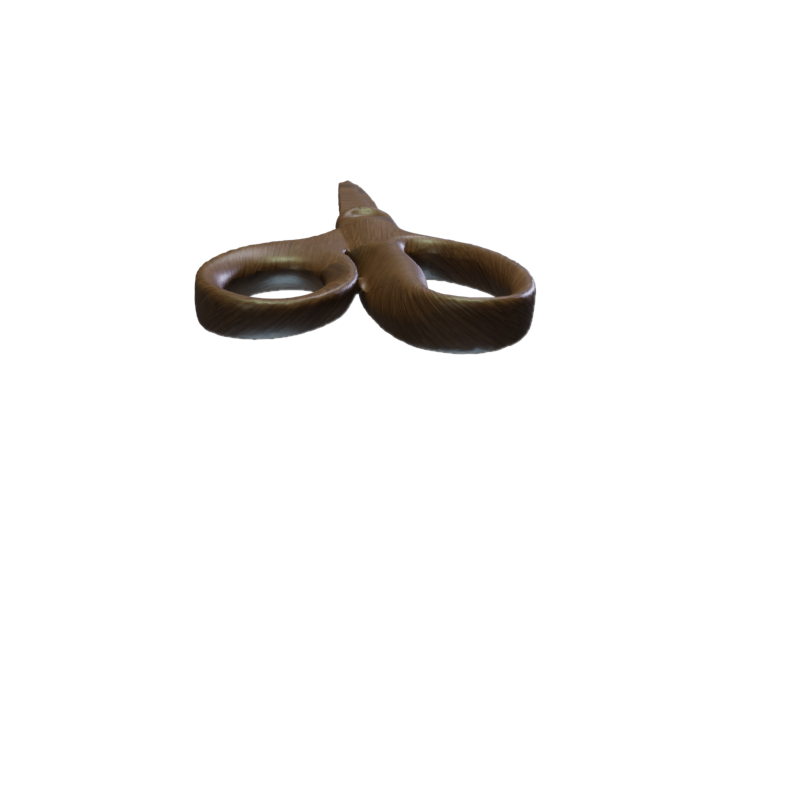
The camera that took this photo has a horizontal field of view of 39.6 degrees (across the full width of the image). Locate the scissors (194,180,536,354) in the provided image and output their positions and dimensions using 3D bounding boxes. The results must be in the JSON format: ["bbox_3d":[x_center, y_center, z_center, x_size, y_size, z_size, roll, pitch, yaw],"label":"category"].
[{"bbox_3d":[-0.027,-0.050,0.349,0.094,0.015,0.213,-7,21,-18],"label":"scissors"}]
